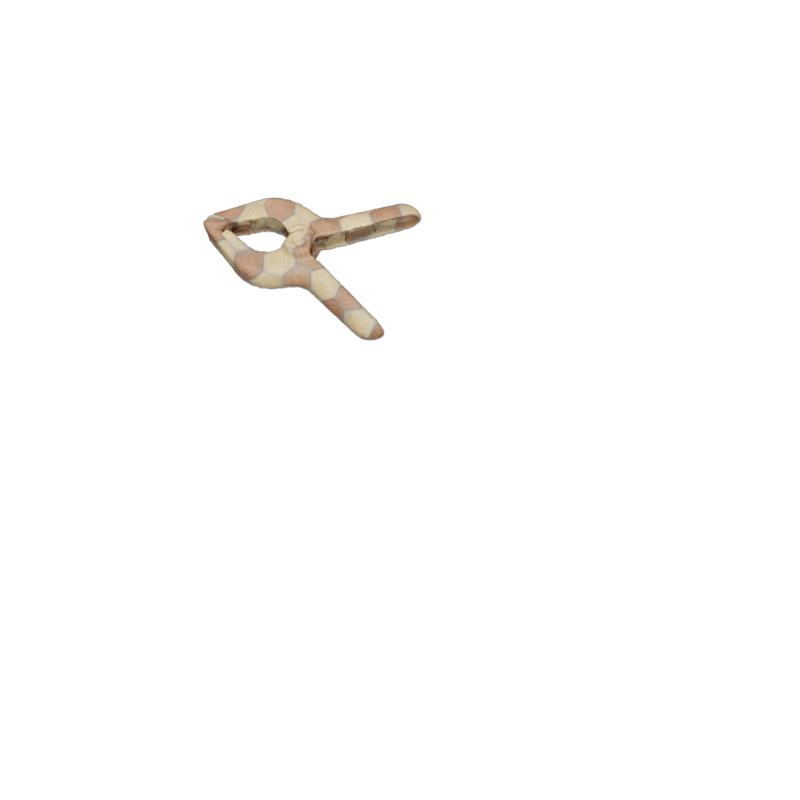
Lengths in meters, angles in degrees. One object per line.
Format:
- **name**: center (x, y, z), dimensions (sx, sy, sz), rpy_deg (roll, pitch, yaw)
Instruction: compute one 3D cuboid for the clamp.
- **clamp**: center (-0.069, -0.127, 0.887), dimensions (0.177, 0.124, 0.037), rpy_deg (23, -29, 14)
